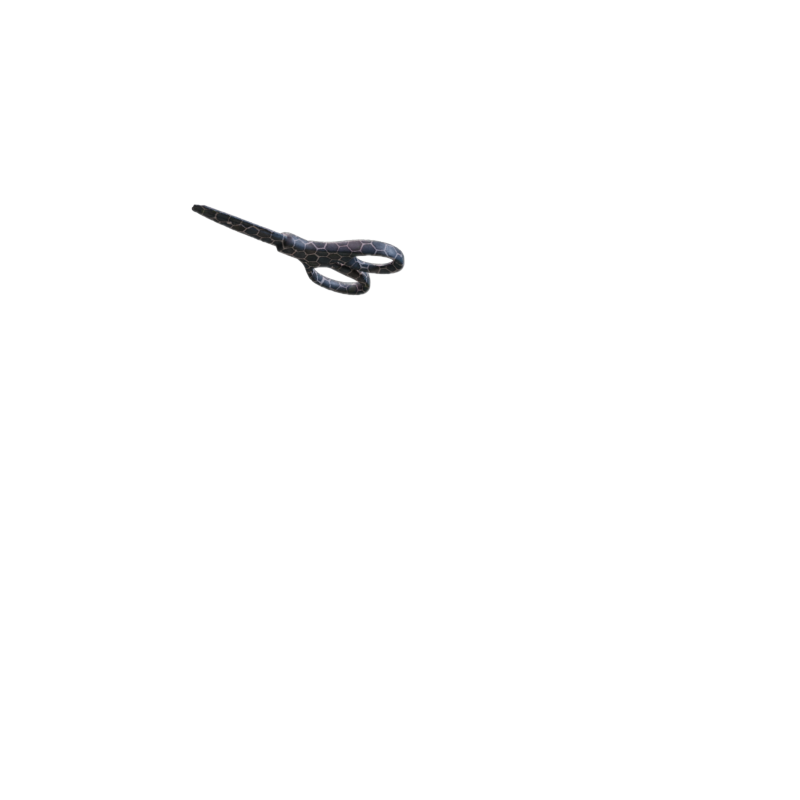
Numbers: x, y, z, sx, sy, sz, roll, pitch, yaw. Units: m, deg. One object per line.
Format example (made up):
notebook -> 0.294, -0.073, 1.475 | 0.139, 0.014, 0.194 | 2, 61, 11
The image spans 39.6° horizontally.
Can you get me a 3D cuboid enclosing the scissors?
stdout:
scissors -> -0.071, -0.130, 0.909 | 0.098, 0.017, 0.188 | -12, -23, 29
